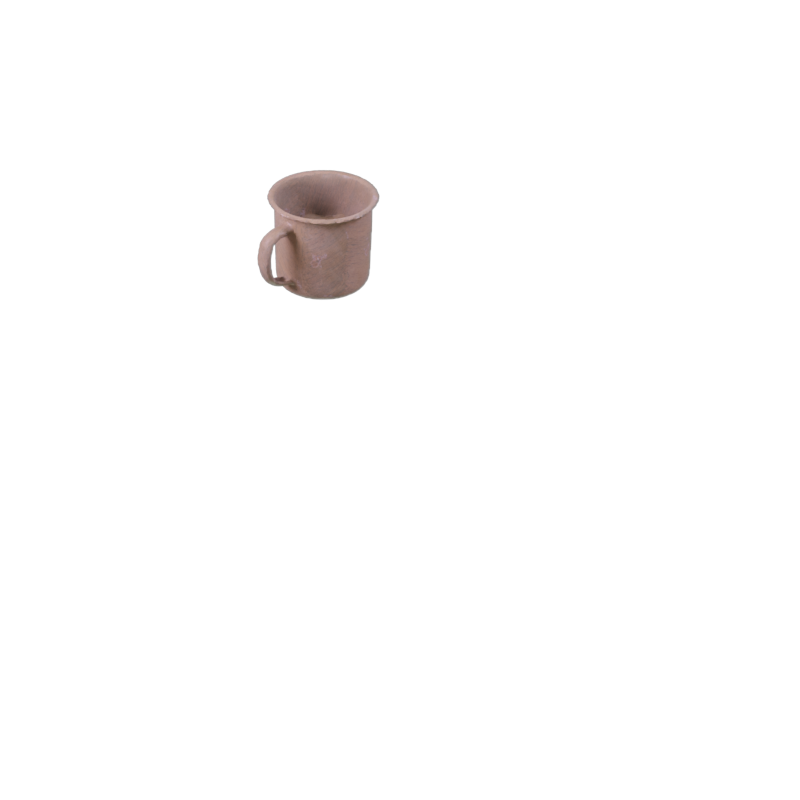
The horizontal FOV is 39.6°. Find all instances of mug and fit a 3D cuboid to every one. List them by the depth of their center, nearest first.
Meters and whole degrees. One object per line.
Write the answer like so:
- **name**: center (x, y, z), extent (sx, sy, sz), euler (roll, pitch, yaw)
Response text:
- **mug**: center (-0.073, -0.133, 0.934), extent (0.099, 0.076, 0.117), euler (27, 43, 32)
